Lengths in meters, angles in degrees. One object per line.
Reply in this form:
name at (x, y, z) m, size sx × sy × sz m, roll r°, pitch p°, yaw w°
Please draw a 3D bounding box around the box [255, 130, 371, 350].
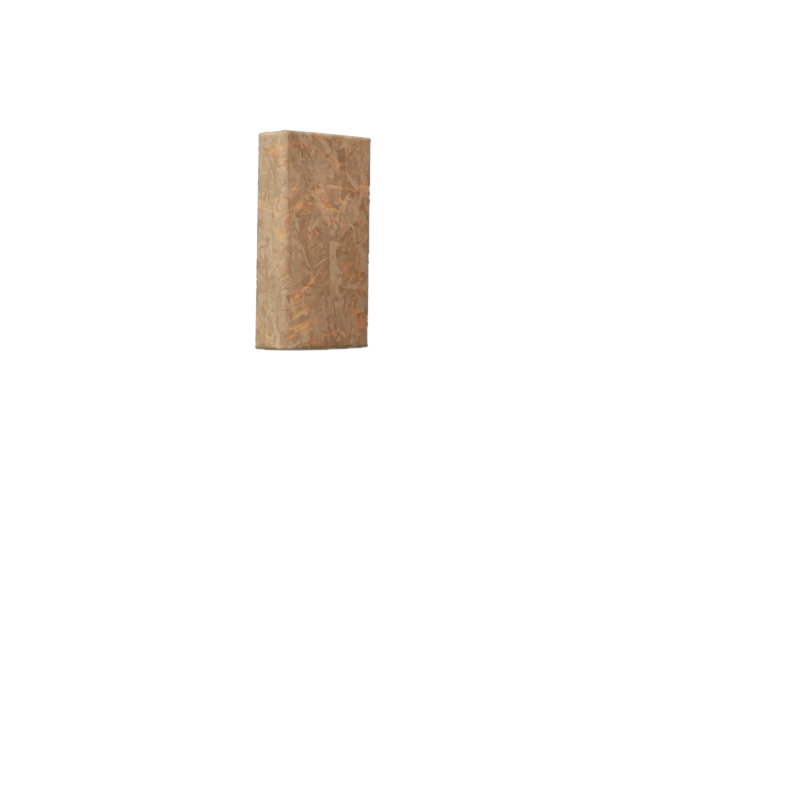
box at (-0.071, -0.130, 0.910) m, size 0.090 × 0.177 × 0.050 m, roll 0°, pitch -1°, yaw -42°
